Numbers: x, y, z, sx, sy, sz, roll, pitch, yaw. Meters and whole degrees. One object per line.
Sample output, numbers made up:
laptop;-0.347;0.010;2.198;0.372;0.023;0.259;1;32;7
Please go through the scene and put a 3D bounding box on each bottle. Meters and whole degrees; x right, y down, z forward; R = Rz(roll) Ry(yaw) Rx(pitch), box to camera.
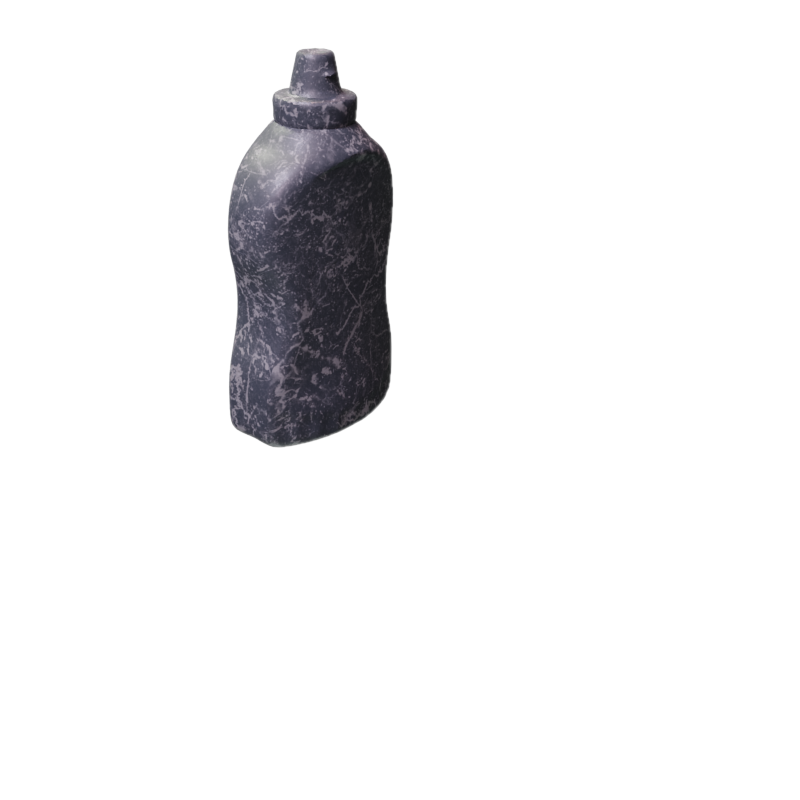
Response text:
bottle;-0.043;-0.079;0.556;0.062;0.183;0.095;19;27;39
